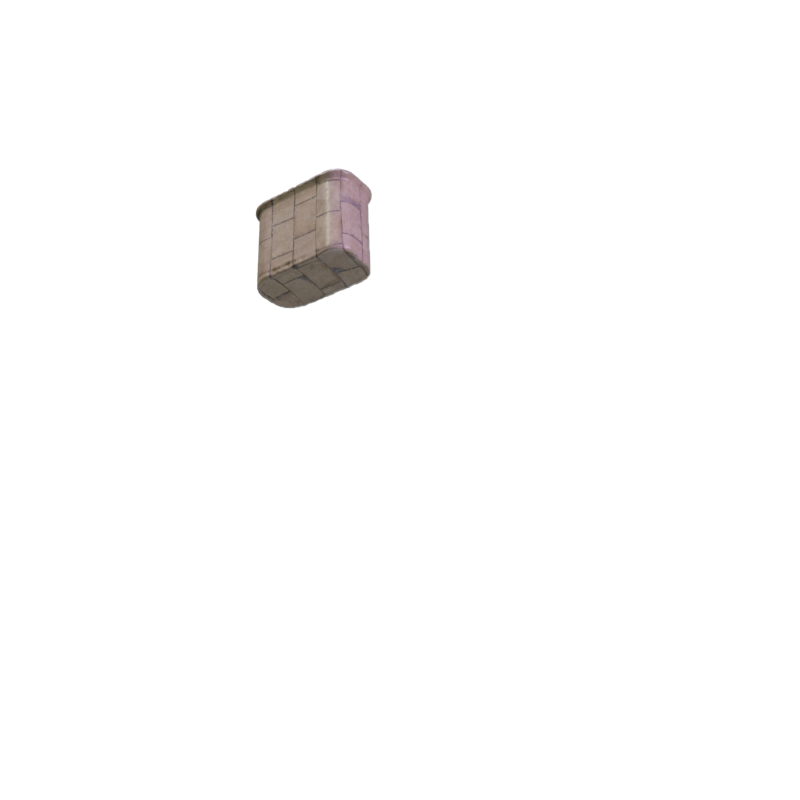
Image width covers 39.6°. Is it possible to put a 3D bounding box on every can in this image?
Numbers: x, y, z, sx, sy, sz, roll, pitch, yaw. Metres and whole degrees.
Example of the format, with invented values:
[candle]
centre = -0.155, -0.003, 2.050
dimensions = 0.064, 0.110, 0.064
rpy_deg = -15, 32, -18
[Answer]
[can]
centre = -0.073, -0.133, 0.932
dimensions = 0.102, 0.090, 0.053
rpy_deg = -22, -39, 28
